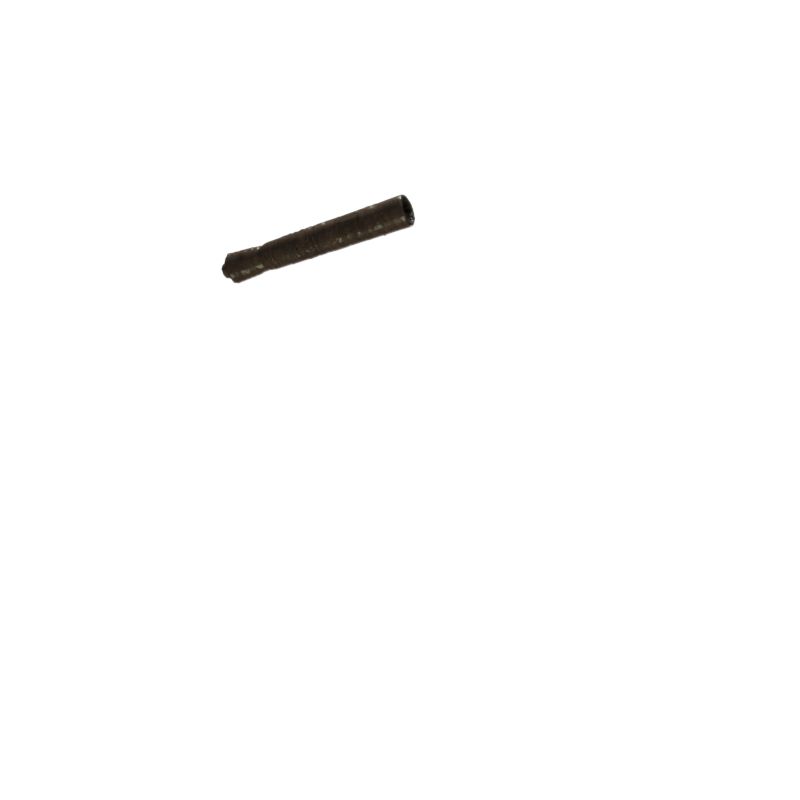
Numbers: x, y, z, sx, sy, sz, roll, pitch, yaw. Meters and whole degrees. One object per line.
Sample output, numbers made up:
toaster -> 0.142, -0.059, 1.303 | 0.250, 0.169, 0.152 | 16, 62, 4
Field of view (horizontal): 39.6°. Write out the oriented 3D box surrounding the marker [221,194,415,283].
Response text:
marker -> -0.050, -0.091, 0.636 | 0.122, 0.020, 0.019 | -15, -2, 24
